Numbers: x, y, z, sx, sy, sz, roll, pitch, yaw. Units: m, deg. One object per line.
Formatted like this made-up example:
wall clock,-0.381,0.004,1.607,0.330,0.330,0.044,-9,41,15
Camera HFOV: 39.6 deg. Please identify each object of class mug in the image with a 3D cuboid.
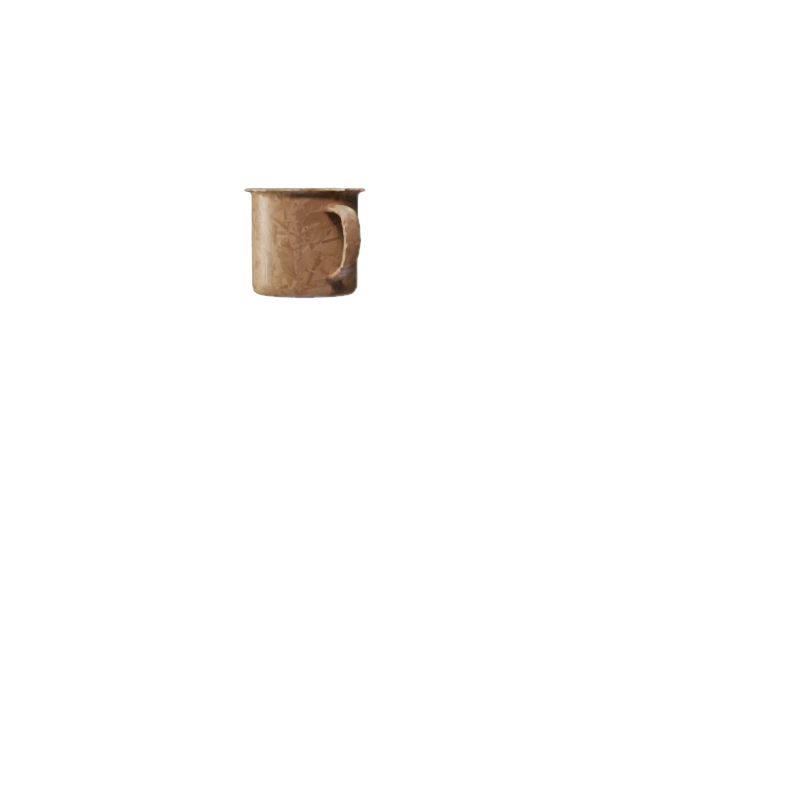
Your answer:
mug,-0.066,-0.120,0.843,0.090,0.081,0.122,-5,9,-36
